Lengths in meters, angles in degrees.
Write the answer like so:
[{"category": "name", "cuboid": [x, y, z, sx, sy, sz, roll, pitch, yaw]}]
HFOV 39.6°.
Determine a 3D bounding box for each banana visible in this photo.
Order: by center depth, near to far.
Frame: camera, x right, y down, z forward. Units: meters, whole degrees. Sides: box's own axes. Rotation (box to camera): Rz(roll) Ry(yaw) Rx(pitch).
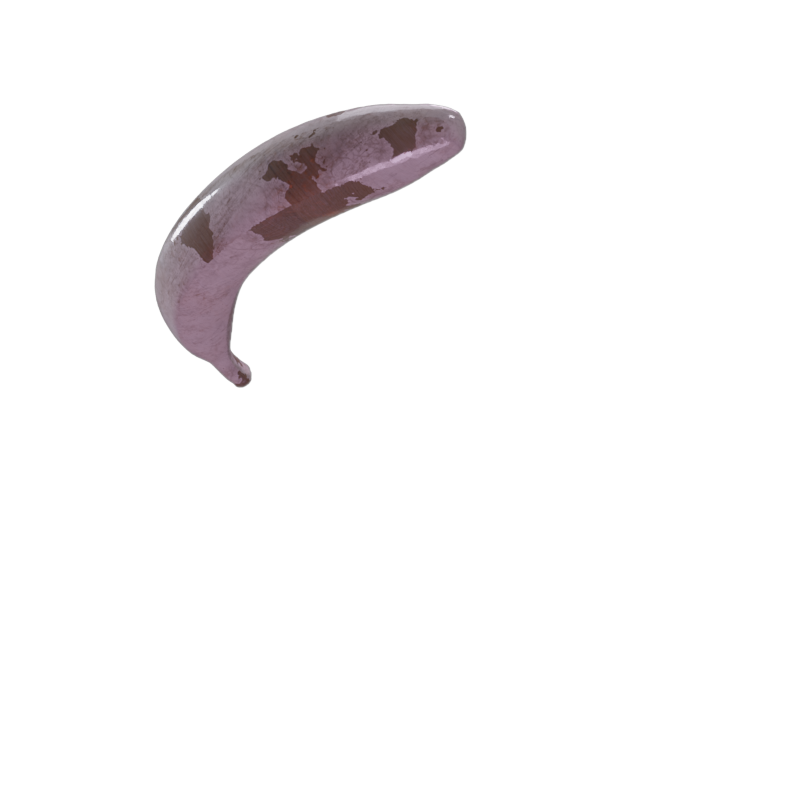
[{"category": "banana", "cuboid": [-0.053, -0.067, 0.447, 0.067, 0.039, 0.193, 16, -33, -26]}]
